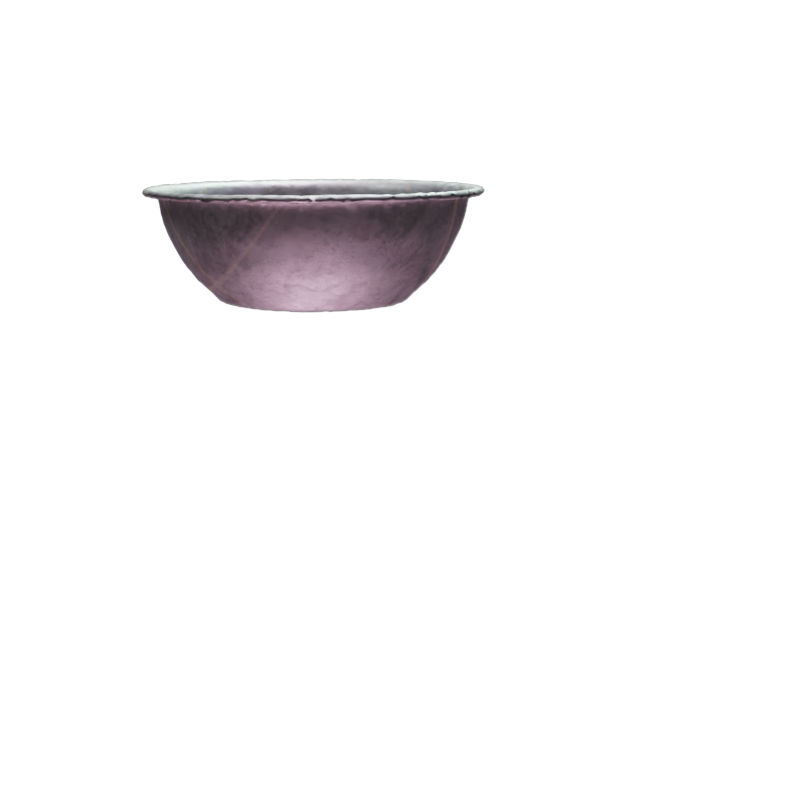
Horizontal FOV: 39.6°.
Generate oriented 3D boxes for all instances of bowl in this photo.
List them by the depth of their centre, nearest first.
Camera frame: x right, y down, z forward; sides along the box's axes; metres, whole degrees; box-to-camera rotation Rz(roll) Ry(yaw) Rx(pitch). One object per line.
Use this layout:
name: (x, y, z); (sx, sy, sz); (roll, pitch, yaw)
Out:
bowl: (-0.042, -0.076, 0.531); (0.162, 0.054, 0.166); (0, 12, -2)
